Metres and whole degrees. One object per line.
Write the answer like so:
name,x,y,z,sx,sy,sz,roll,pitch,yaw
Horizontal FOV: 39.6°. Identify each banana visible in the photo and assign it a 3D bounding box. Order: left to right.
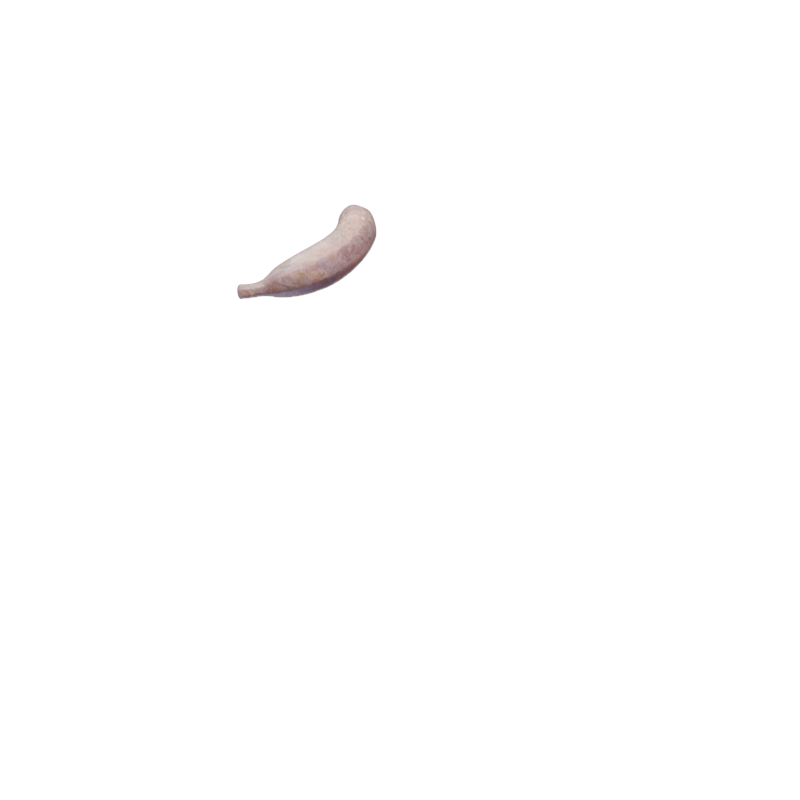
banana,-0.062,-0.134,0.971,0.073,0.035,0.200,14,32,23
